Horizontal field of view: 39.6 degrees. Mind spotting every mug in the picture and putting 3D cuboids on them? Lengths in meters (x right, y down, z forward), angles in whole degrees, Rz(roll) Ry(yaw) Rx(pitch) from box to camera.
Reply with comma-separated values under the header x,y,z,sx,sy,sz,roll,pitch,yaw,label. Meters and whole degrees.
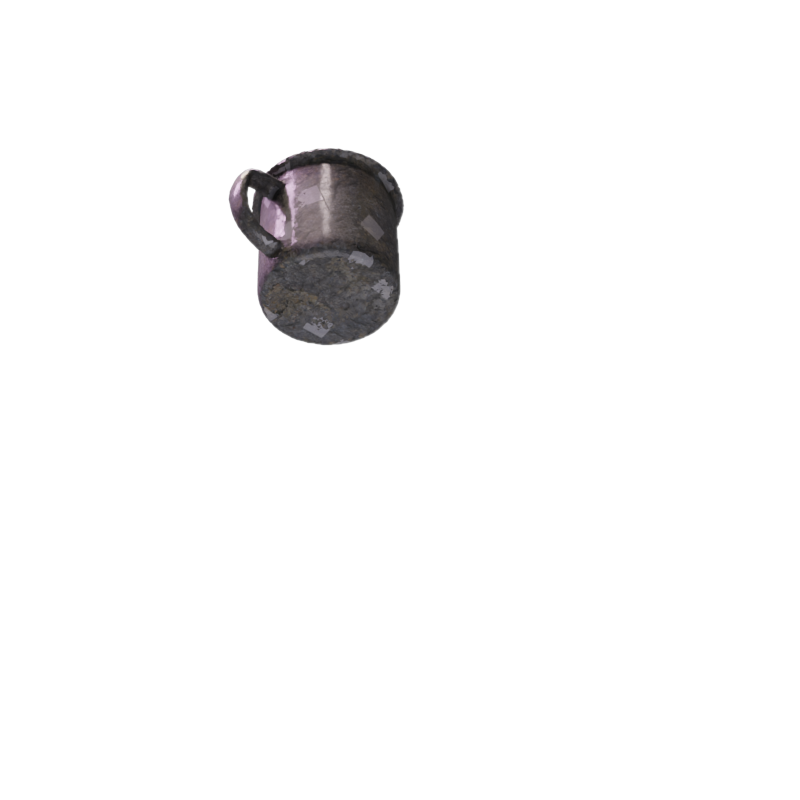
x,y,z,sx,sy,sz,roll,pitch,yaw,label
-0.051,-0.092,0.647,0.110,0.087,0.092,33,-53,-31,mug
